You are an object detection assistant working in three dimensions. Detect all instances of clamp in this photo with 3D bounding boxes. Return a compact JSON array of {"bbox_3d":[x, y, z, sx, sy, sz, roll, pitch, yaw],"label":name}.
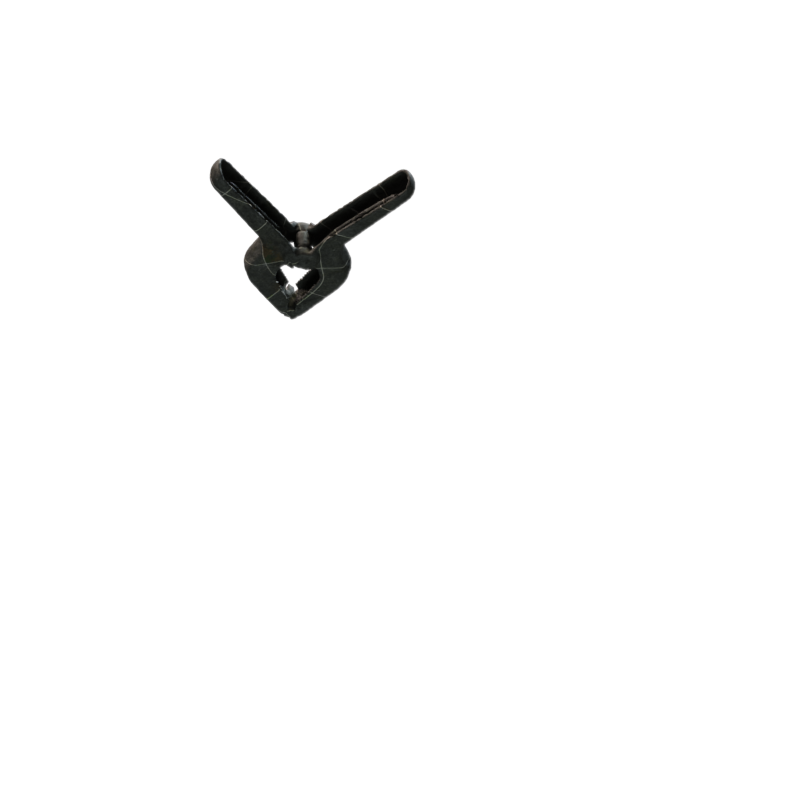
[{"bbox_3d":[-0.075,-0.136,0.955,0.164,0.039,0.197,1,-30,-2],"label":"clamp"}]
